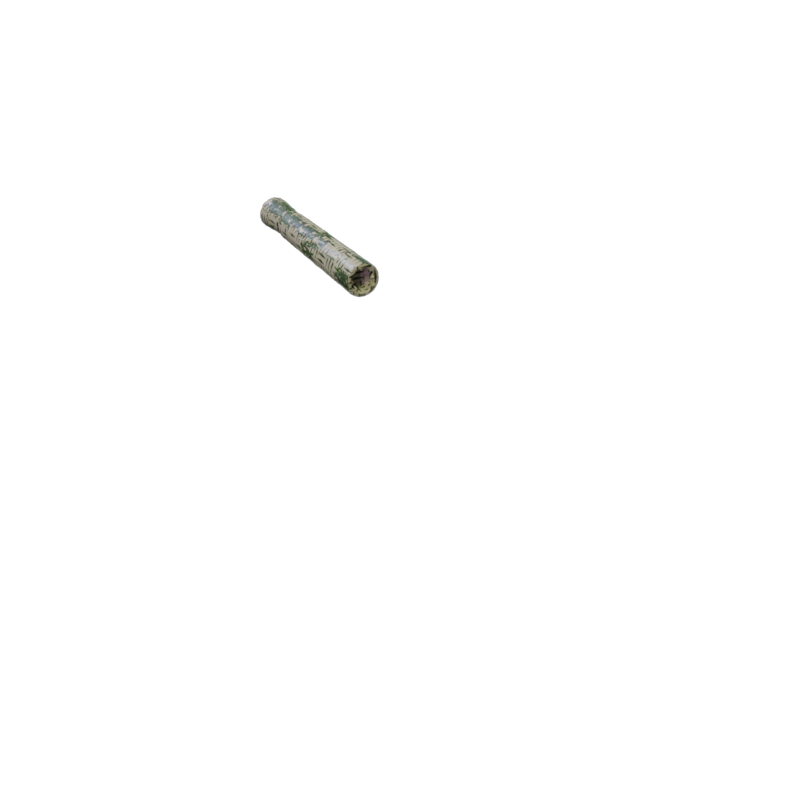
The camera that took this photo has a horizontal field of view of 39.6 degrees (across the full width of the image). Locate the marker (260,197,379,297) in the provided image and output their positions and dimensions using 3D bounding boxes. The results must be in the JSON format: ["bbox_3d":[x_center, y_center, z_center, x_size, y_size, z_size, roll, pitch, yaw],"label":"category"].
[{"bbox_3d":[-0.048,-0.088,0.615,0.019,0.019,0.130,-2,26,-29],"label":"marker"}]
